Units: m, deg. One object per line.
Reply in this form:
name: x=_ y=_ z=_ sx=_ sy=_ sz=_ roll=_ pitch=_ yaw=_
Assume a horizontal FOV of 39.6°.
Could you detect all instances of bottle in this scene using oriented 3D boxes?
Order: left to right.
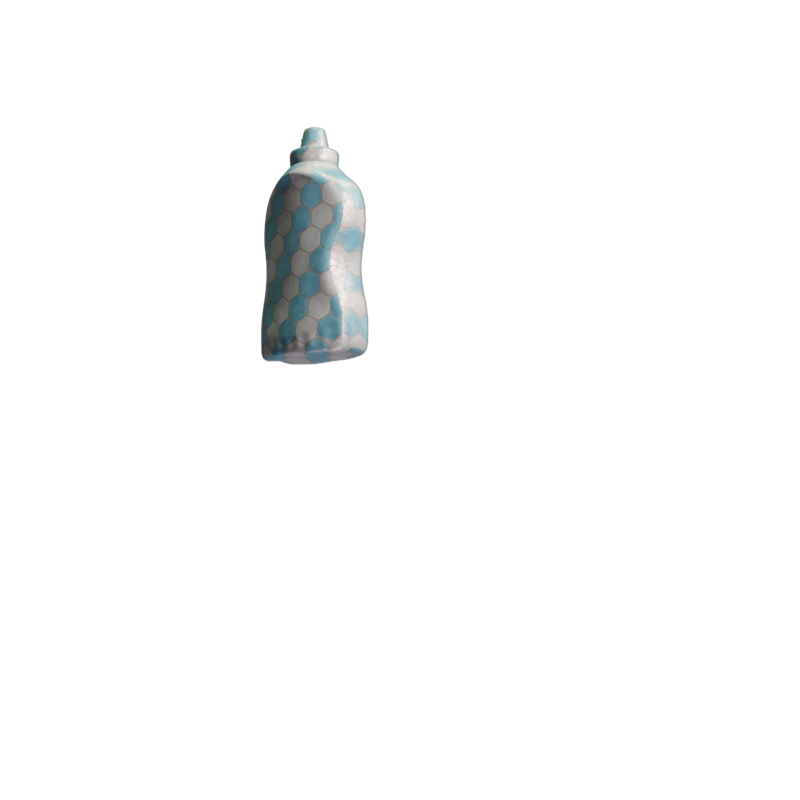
bottle: x=-0.070 y=-0.128 z=0.898 sx=0.055 sy=0.198 sz=0.098 roll=12 pitch=-17 yaw=-43
